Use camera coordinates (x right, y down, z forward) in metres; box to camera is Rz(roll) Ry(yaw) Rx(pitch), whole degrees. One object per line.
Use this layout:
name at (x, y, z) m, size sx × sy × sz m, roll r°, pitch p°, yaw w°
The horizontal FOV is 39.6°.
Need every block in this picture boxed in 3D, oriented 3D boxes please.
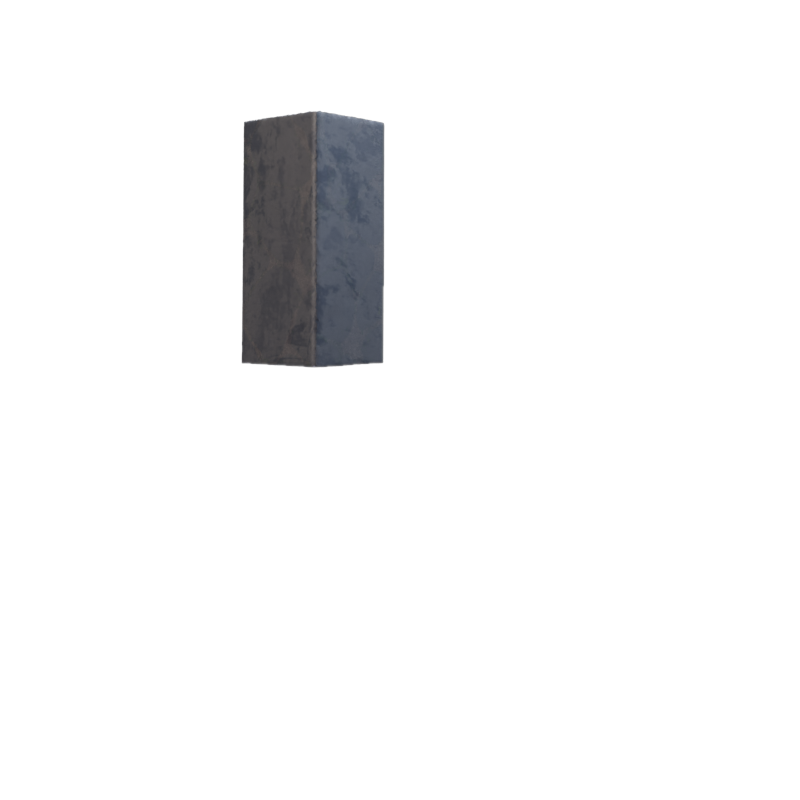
block at (-0.073, -0.135, 0.944) m, size 0.094 × 0.207 × 0.086 m, roll -2°, pitch -2°, yaw 41°
